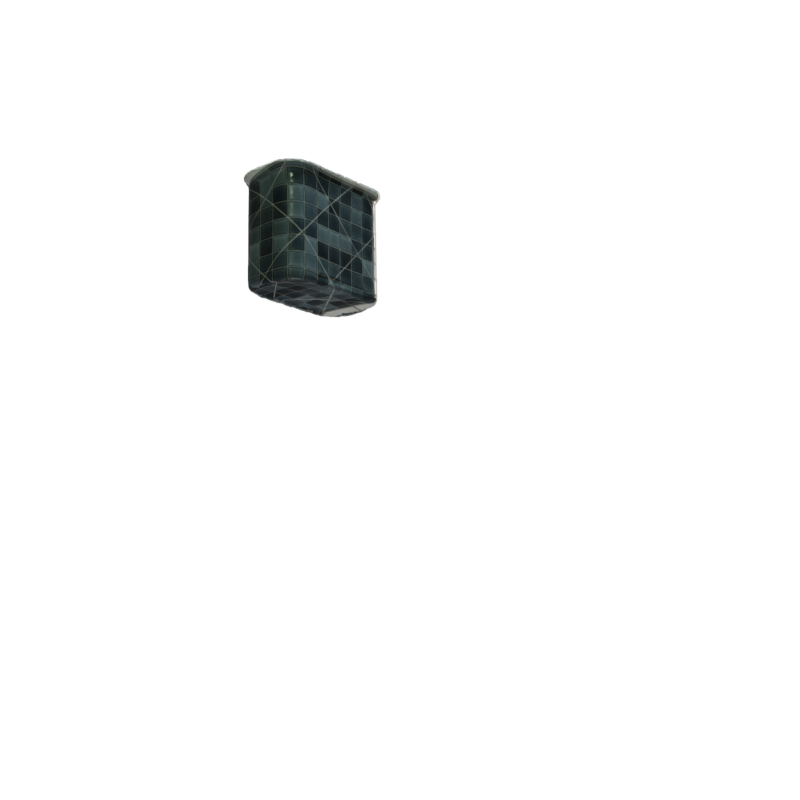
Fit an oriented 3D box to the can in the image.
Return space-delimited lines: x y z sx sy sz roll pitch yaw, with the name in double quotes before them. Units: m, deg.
"can" -0.060 -0.109 0.766 0.058 0.087 0.096 -15 -21 39
